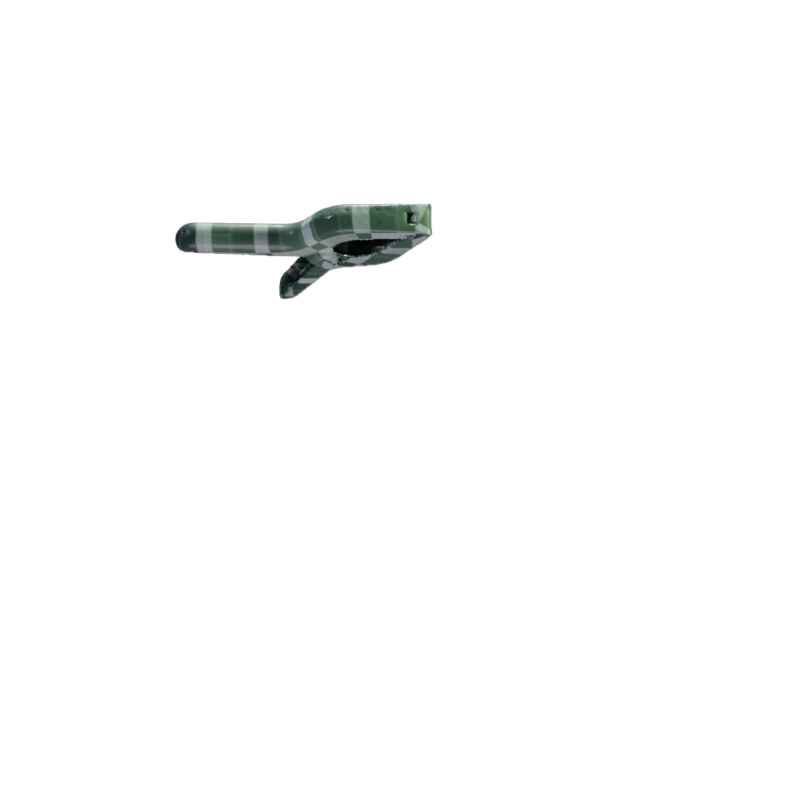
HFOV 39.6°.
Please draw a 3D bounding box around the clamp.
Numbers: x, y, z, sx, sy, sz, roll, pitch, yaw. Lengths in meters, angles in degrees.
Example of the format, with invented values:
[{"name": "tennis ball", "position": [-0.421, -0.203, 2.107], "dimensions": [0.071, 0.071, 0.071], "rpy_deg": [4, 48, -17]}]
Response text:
[{"name": "clamp", "position": [-0.073, -0.134, 0.937], "dimensions": [0.214, 0.038, 0.155], "rpy_deg": [-10, -17, 37]}]
